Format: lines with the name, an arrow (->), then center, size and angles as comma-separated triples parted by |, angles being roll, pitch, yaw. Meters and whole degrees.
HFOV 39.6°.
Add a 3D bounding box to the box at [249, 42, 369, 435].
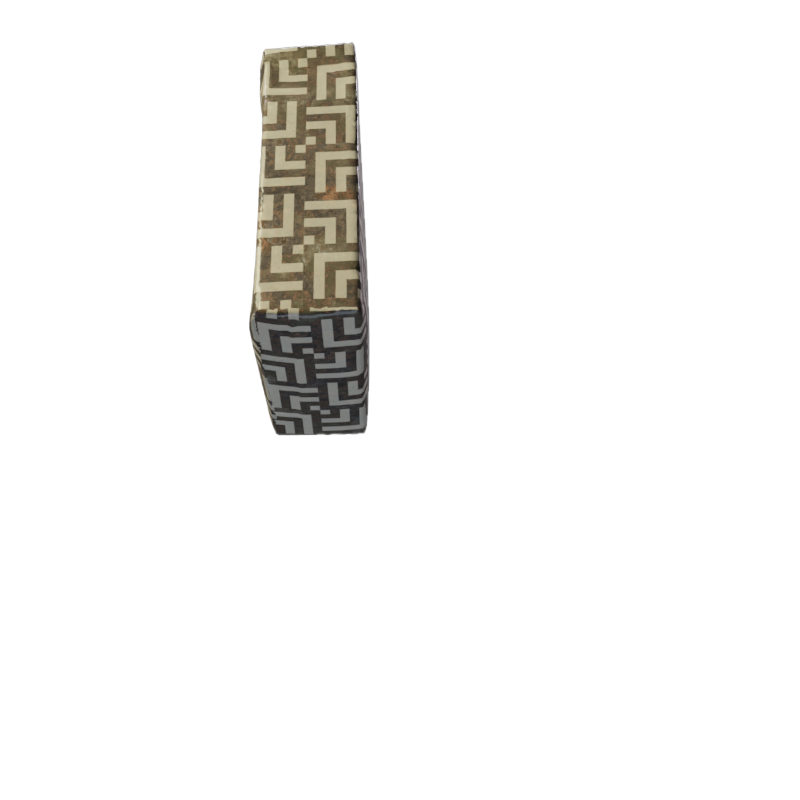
box -> -0.059, -0.107, 0.749 | 0.072, 0.228, 0.153 | -2, -31, -1
